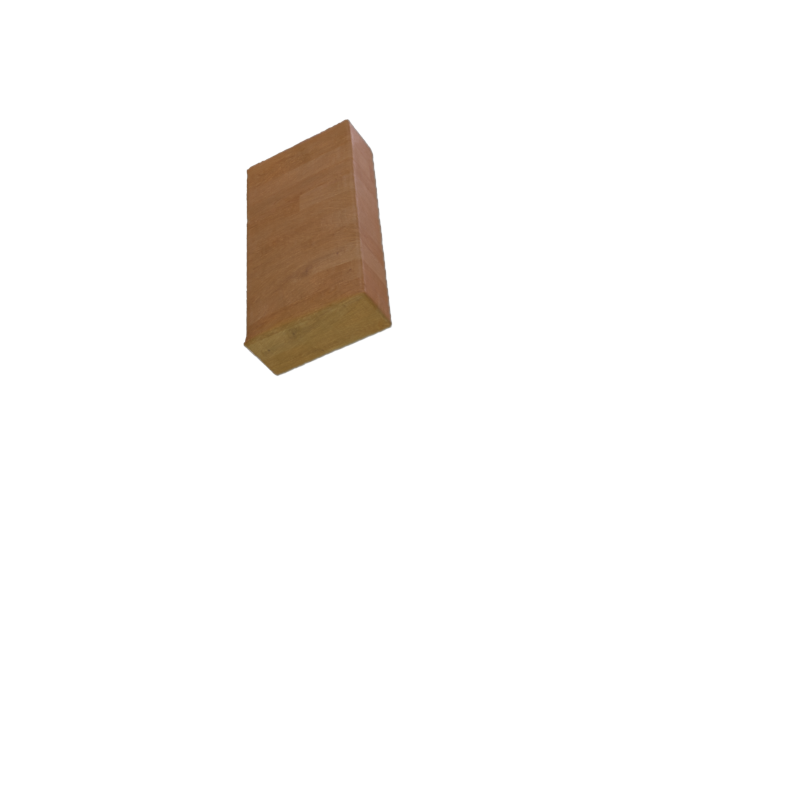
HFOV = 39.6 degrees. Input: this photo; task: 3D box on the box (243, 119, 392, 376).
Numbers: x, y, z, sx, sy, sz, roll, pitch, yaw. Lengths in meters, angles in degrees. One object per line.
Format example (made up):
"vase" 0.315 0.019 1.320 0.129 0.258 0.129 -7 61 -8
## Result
"box" -0.060 -0.110 0.773 0.094 0.189 0.044 -23 -46 20
